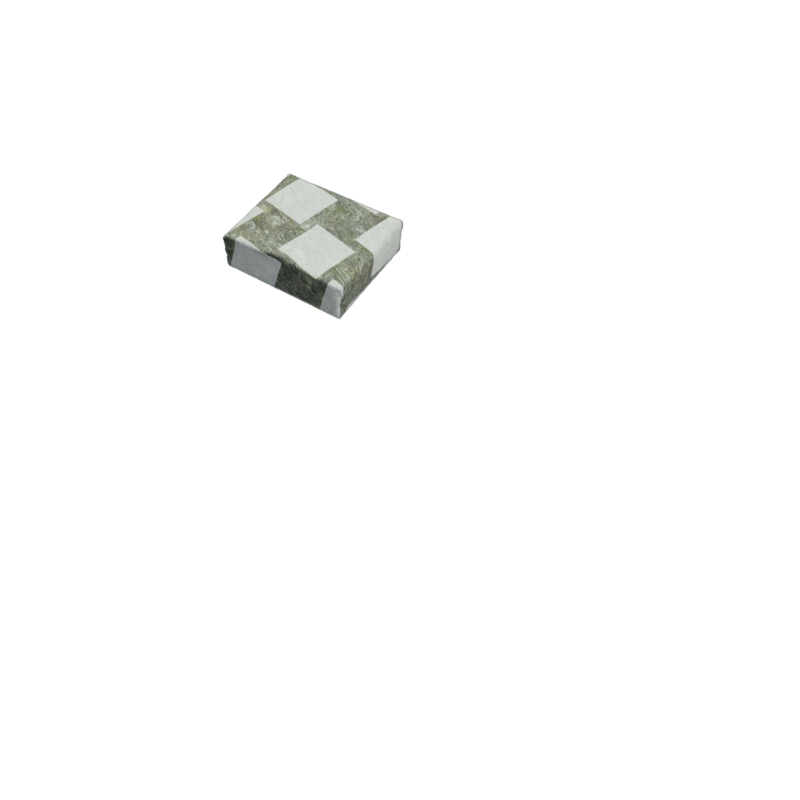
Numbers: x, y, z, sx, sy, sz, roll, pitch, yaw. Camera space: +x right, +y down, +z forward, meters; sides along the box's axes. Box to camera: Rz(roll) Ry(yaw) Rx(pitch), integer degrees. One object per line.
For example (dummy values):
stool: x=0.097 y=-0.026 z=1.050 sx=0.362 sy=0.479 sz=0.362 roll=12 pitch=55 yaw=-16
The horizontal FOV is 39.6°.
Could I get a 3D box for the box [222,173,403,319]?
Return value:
box: x=-0.055 y=-0.100 z=0.698 sx=0.093 sy=0.028 sz=0.075 roll=26 pitch=52 yaw=21
